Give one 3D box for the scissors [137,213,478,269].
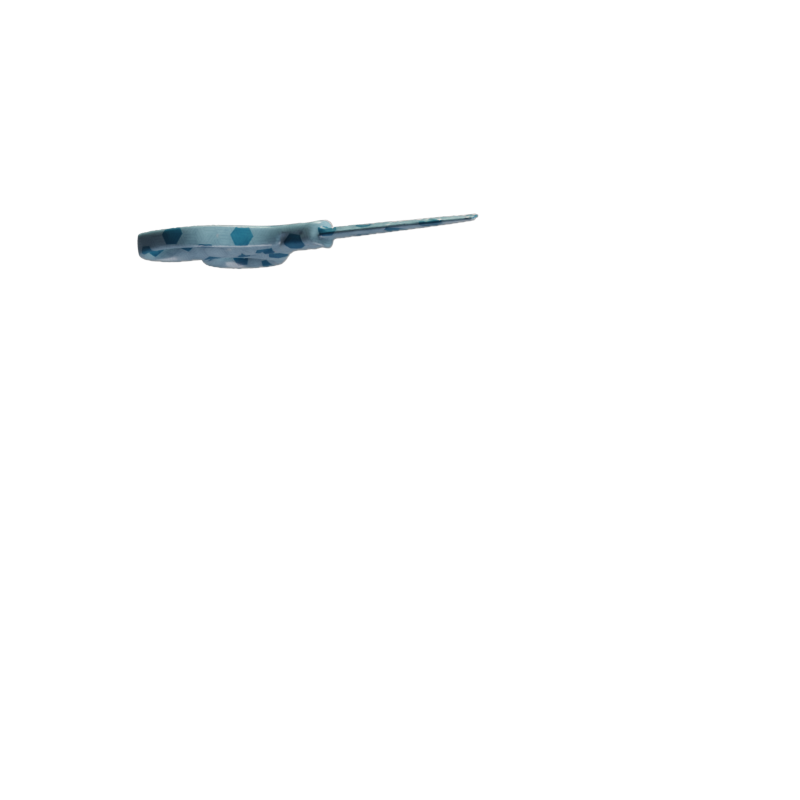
[{"bbox_3d":[-0.049,-0.089,0.624,0.206,0.016,0.093,0,-1,17],"label":"scissors"}]
